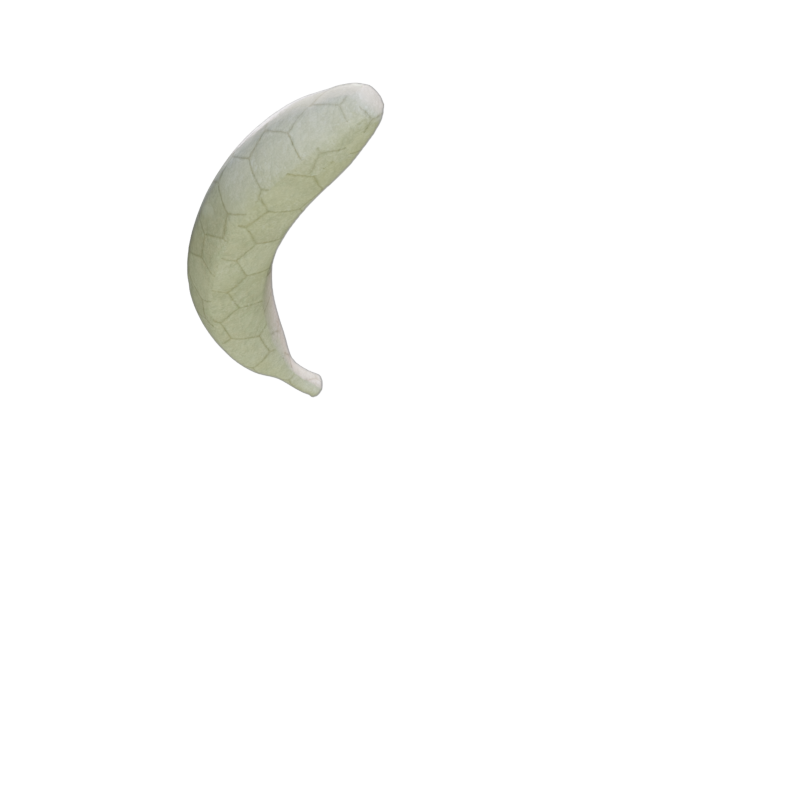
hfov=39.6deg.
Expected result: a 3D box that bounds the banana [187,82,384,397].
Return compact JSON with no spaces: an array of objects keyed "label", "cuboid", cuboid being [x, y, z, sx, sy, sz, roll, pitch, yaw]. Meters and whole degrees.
[{"label":"banana","cuboid":[-0.056,-0.067,0.475,0.069,0.039,0.187,5,-33,-9]}]
